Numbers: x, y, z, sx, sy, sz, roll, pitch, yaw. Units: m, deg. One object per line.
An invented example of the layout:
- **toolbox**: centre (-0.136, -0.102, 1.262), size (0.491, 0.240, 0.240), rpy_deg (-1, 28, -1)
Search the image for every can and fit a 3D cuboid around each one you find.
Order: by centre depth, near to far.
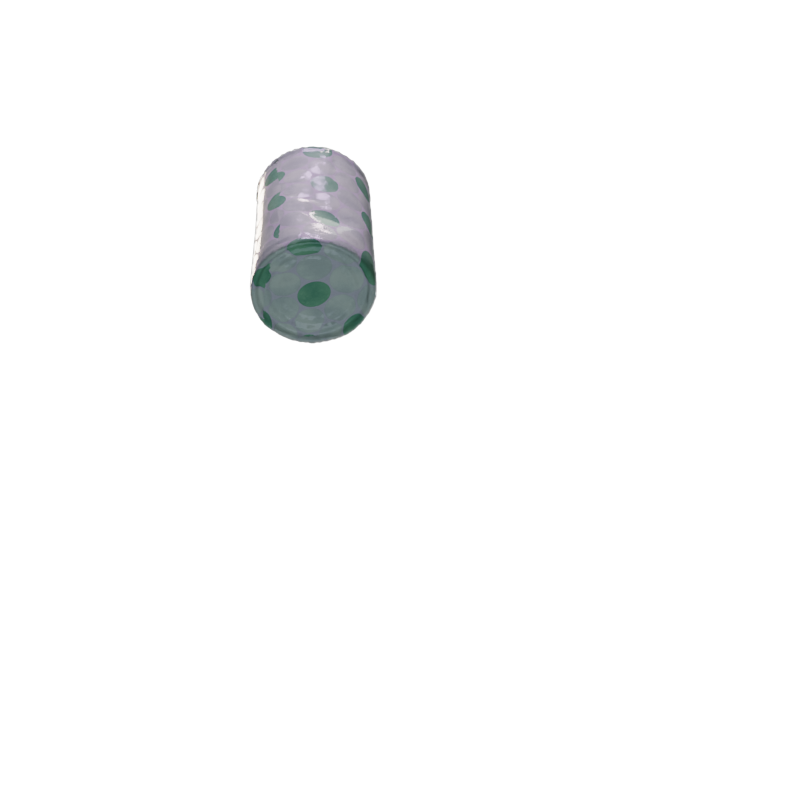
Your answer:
- **can**: centre (-0.048, -0.088, 0.619), size (0.068, 0.064, 0.109), rpy_deg (-1, 37, -3)
